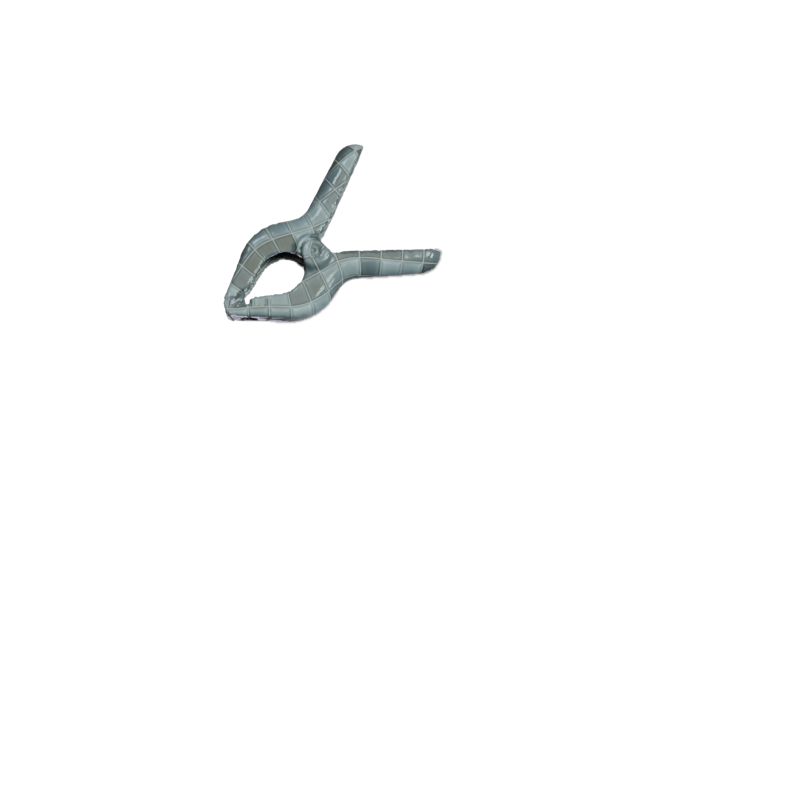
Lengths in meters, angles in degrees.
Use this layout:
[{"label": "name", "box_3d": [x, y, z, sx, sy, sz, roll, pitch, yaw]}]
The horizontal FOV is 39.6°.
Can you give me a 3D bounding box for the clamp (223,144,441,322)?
[{"label": "clamp", "box_3d": [-0.068, -0.124, 0.866, 0.171, 0.127, 0.037, -25, -20, -10]}]
